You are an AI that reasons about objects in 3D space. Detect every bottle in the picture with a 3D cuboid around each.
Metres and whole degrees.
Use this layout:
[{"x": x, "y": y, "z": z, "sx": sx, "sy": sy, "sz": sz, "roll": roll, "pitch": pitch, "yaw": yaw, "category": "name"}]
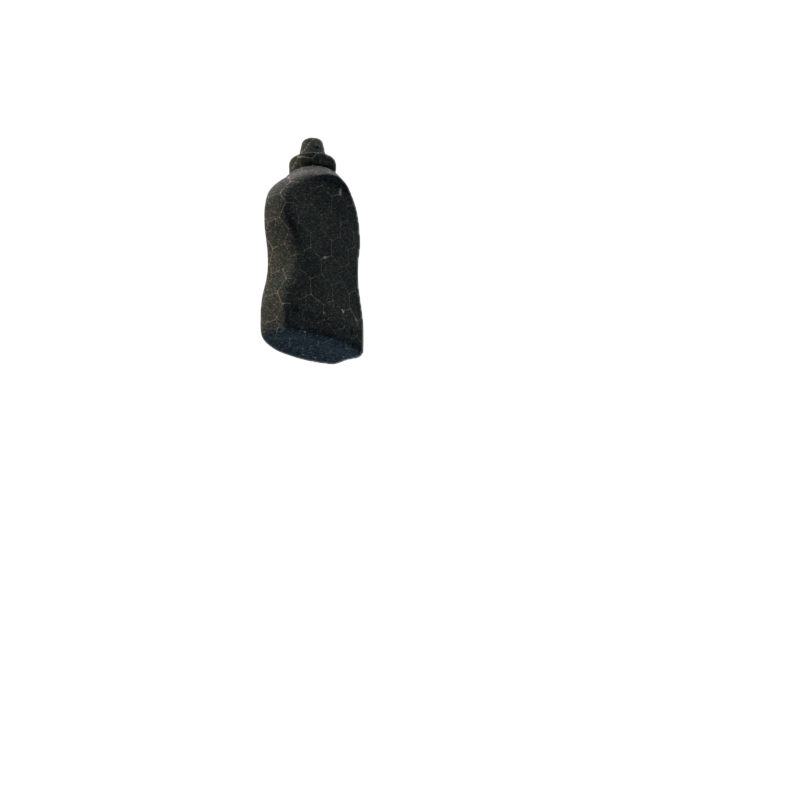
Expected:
[{"x": -0.073, "y": -0.133, "z": 0.930, "sx": 0.059, "sy": 0.202, "sz": 0.090, "roll": -20, "pitch": -28, "yaw": 38, "category": "bottle"}]
